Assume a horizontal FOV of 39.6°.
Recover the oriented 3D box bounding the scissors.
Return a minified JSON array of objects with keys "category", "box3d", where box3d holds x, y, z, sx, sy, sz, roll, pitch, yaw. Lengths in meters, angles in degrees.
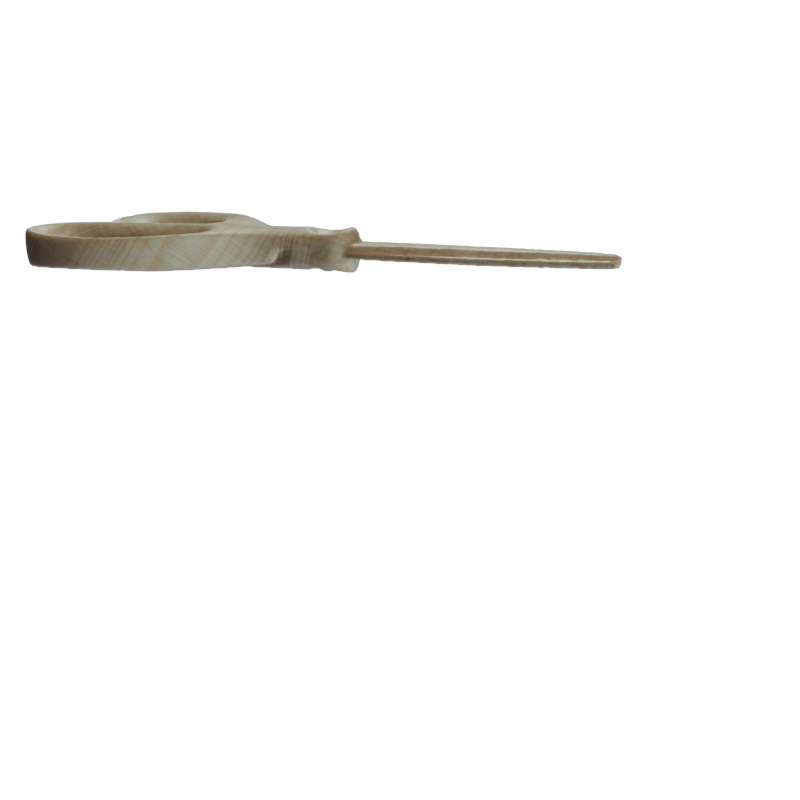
[{"category":"scissors","box3d":[-0.031,-0.057,0.402,0.203,0.015,0.098,1,15,3]}]
